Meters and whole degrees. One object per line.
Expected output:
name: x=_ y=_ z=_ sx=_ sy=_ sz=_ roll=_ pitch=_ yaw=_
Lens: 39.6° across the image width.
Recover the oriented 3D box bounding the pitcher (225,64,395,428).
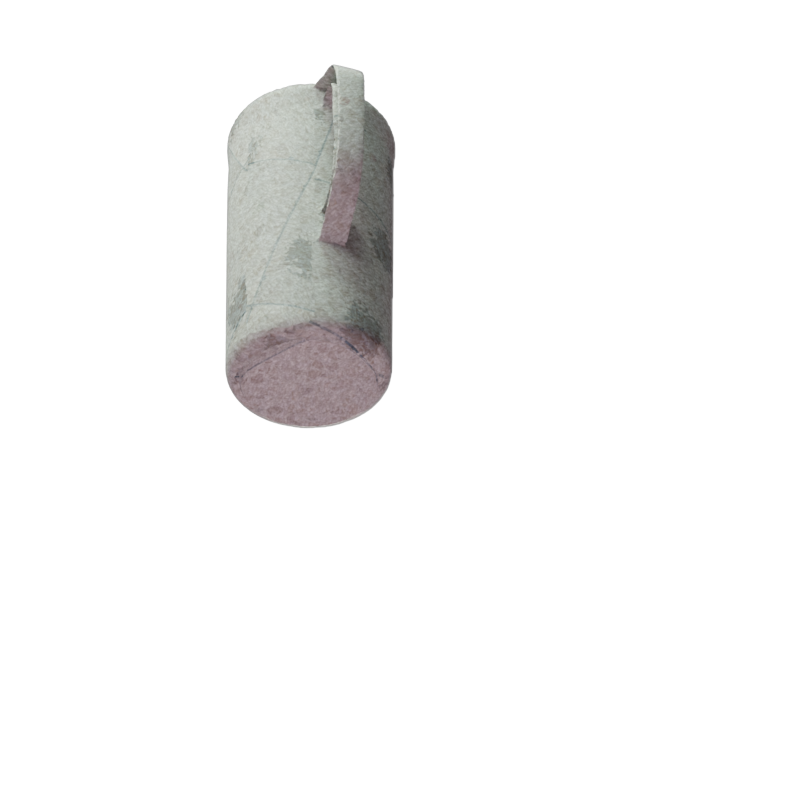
pitcher: x=-0.062 y=-0.112 z=0.788 sx=0.146 sy=0.261 sz=0.138 roll=-20 pitch=-45 yaw=18
